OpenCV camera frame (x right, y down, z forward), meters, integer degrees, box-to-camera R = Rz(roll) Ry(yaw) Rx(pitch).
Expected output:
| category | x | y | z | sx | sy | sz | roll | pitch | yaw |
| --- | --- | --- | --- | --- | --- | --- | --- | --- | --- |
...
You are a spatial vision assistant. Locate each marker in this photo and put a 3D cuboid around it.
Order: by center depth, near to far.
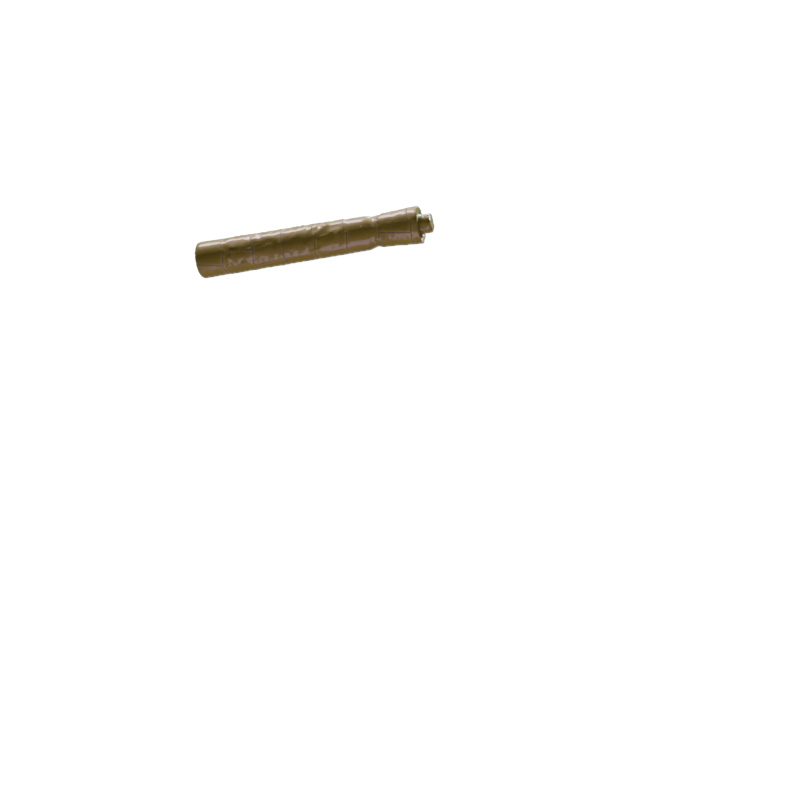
| category | x | y | z | sx | sy | sz | roll | pitch | yaw |
| --- | --- | --- | --- | --- | --- | --- | --- | --- | --- |
| marker | -0.043 | -0.079 | 0.552 | 0.123 | 0.020 | 0.019 | -7 | 2 | 15 |
